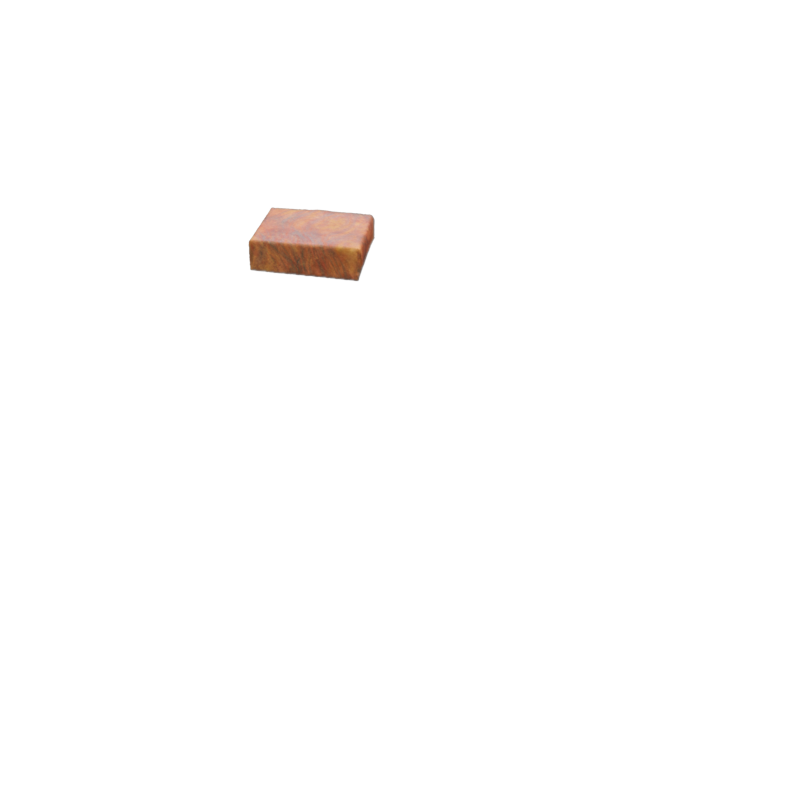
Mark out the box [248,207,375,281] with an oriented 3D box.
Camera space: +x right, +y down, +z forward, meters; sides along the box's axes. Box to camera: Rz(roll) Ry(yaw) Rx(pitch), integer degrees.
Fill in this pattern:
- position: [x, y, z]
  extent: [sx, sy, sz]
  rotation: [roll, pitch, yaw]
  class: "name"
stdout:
- position: [-0.069, -0.126, 0.886]
  extent: [0.091, 0.029, 0.076]
  rotation: [5, 29, 9]
  class: "box"
